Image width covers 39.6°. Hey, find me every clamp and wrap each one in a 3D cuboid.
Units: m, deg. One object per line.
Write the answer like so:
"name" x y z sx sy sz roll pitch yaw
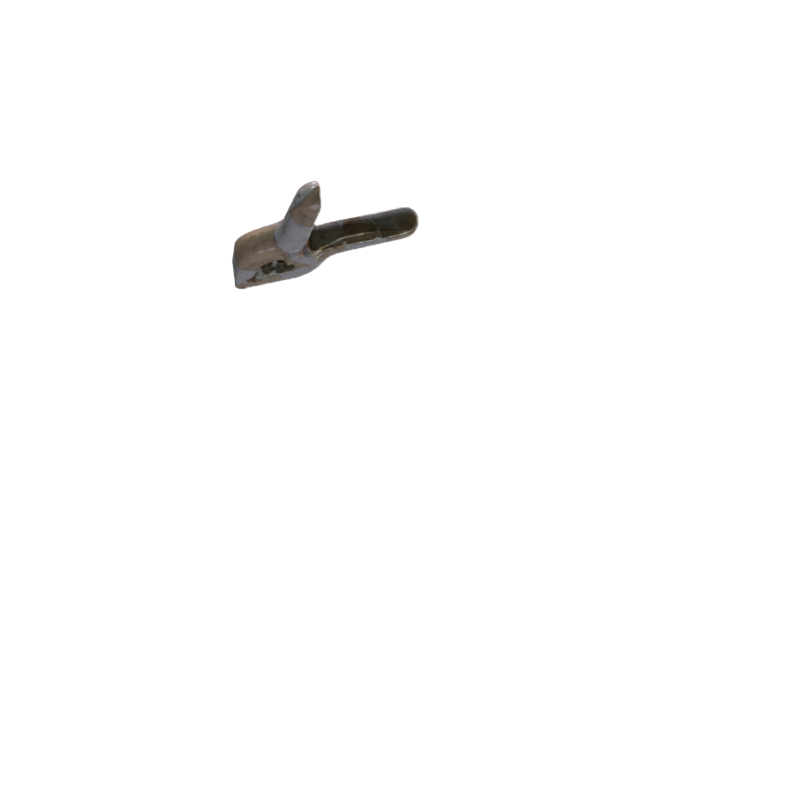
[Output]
"clamp" -0.071 -0.130 0.908 0.114 0.041 0.172 12 -20 -34
